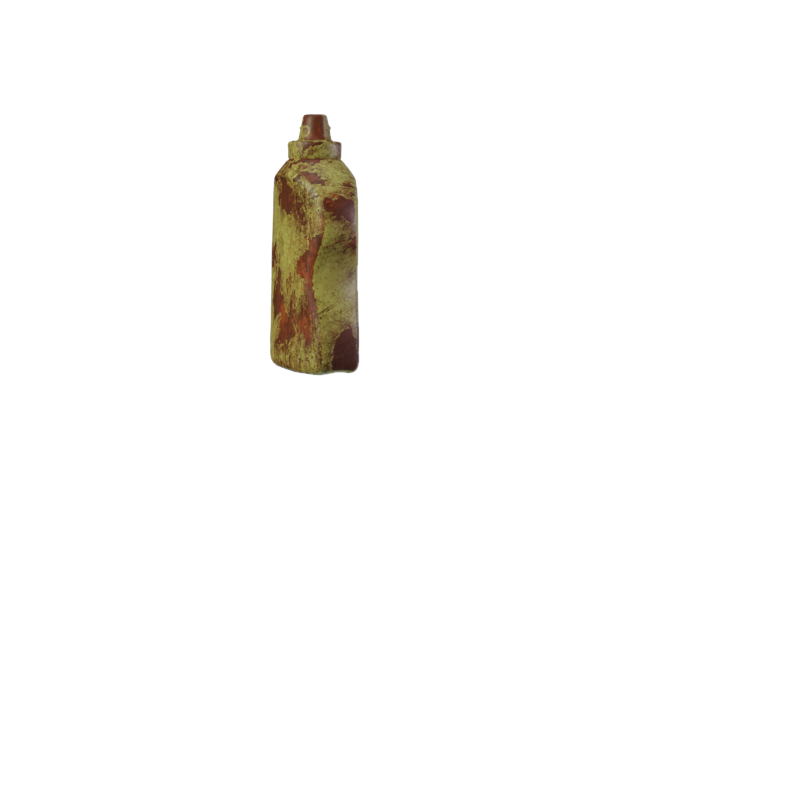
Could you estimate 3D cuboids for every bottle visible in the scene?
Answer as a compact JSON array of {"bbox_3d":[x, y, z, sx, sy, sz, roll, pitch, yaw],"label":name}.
[{"bbox_3d":[-0.065,-0.120,0.840,0.057,0.190,0.100,-1,5,-25],"label":"bottle"}]
